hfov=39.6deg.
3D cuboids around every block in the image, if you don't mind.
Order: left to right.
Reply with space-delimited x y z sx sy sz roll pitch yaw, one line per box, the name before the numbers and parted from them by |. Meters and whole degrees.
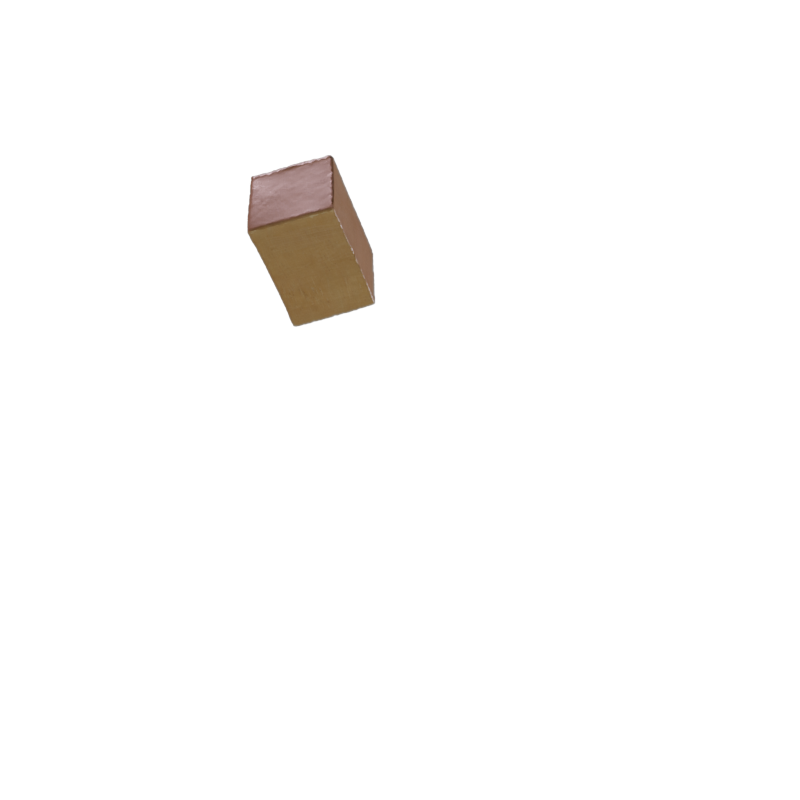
block | -0.050 -0.092 0.644 0.053 0.072 0.055 -14 41 10
